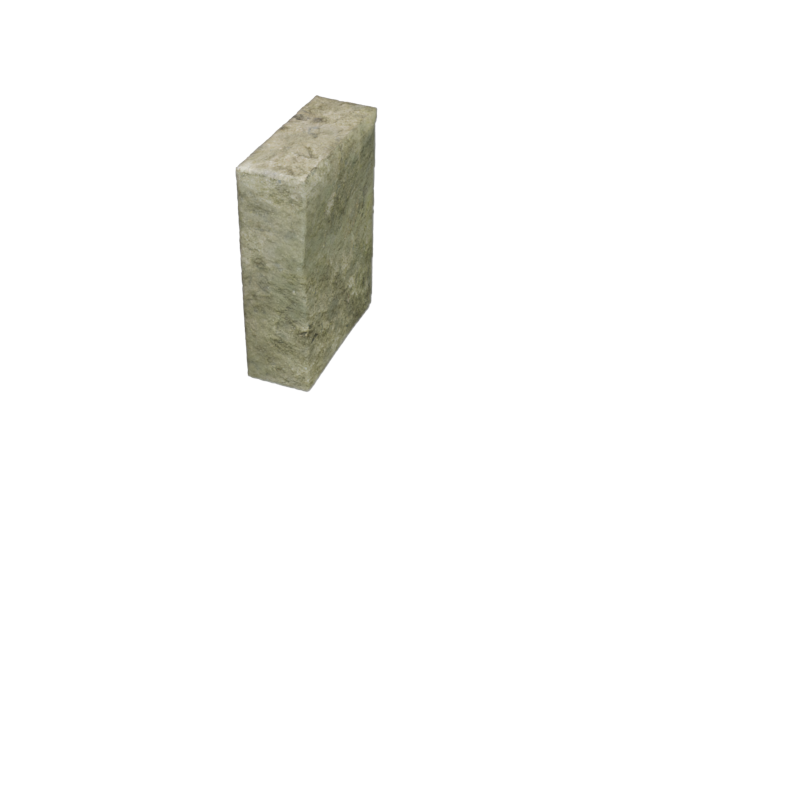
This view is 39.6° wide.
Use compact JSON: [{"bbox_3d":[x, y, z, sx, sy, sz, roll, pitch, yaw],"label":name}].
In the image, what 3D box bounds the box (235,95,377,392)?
[{"bbox_3d":[-0.078,-0.143,0.998,0.074,0.200,0.170,13,36,15],"label":"box"}]
